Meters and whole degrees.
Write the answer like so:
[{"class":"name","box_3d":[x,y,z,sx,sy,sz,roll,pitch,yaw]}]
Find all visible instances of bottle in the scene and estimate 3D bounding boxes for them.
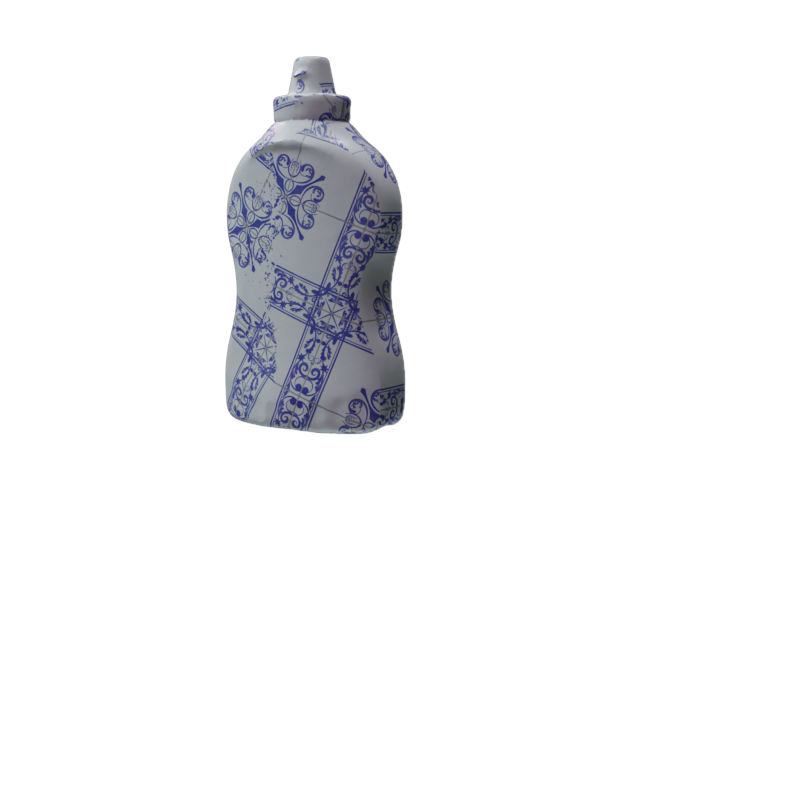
[{"class":"bottle","box_3d":[-0.046,-0.083,0.581,0.100,0.191,0.056,2,3,31]}]
